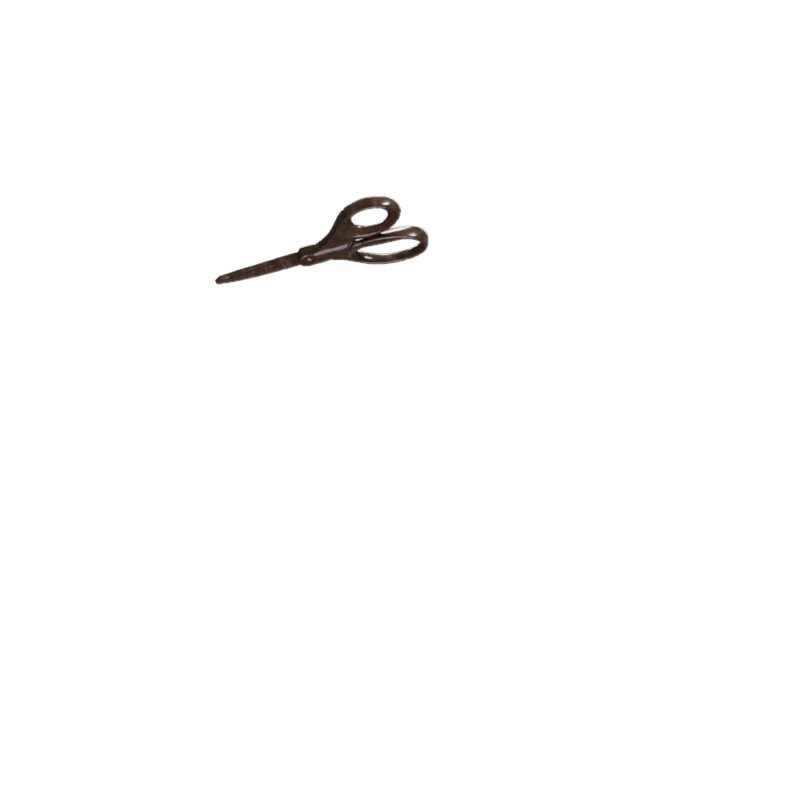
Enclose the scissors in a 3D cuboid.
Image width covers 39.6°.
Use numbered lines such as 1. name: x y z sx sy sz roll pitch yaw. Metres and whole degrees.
1. scissors: -0.077 -0.140 0.983 0.203 0.017 0.089 -5 -32 8
